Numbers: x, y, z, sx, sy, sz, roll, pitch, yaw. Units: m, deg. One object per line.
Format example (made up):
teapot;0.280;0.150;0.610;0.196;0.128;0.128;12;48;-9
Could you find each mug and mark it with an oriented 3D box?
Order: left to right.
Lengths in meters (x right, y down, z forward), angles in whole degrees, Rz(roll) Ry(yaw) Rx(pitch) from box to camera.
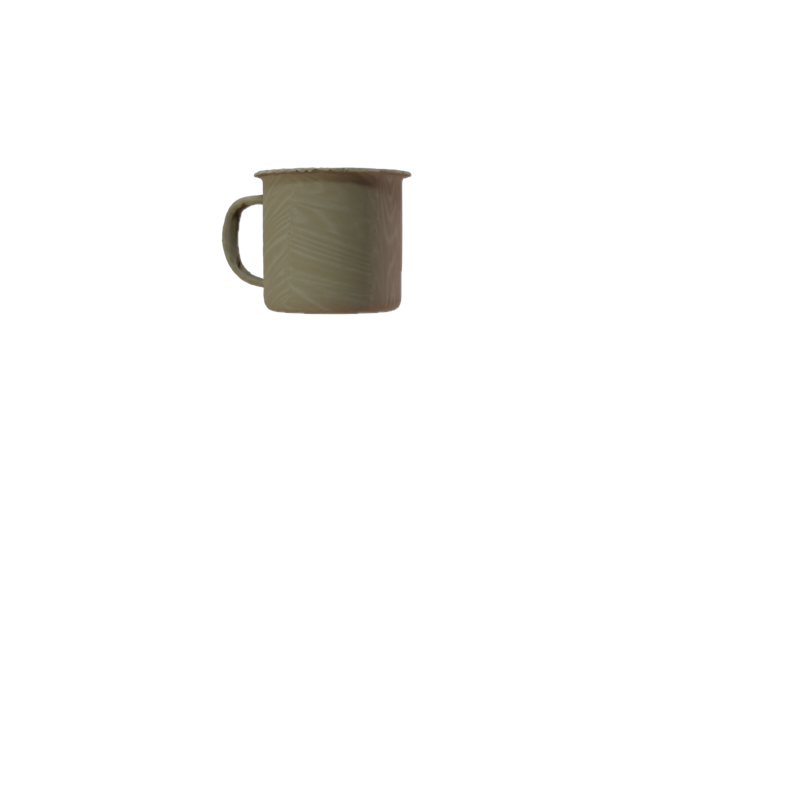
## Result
mug;-0.051;-0.094;0.656;0.120;0.081;0.092;2;5;17
